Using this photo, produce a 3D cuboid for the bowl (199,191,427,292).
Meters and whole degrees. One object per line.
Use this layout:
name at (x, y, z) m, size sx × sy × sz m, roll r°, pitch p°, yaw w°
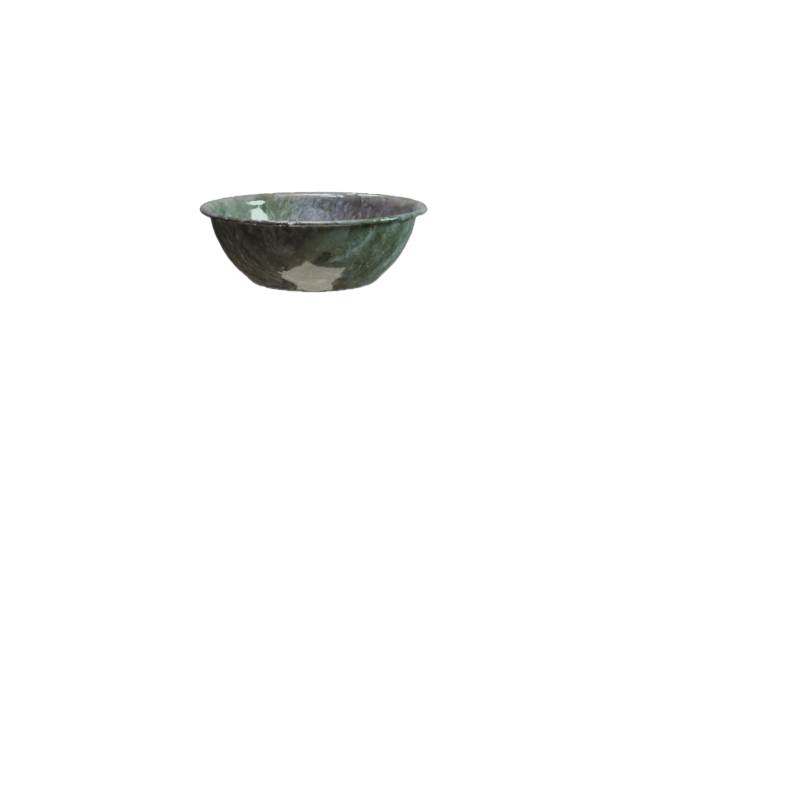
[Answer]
bowl at (-0.062, -0.113, 0.793) m, size 0.162 × 0.053 × 0.168 m, roll -1°, pitch 17°, yaw -2°
